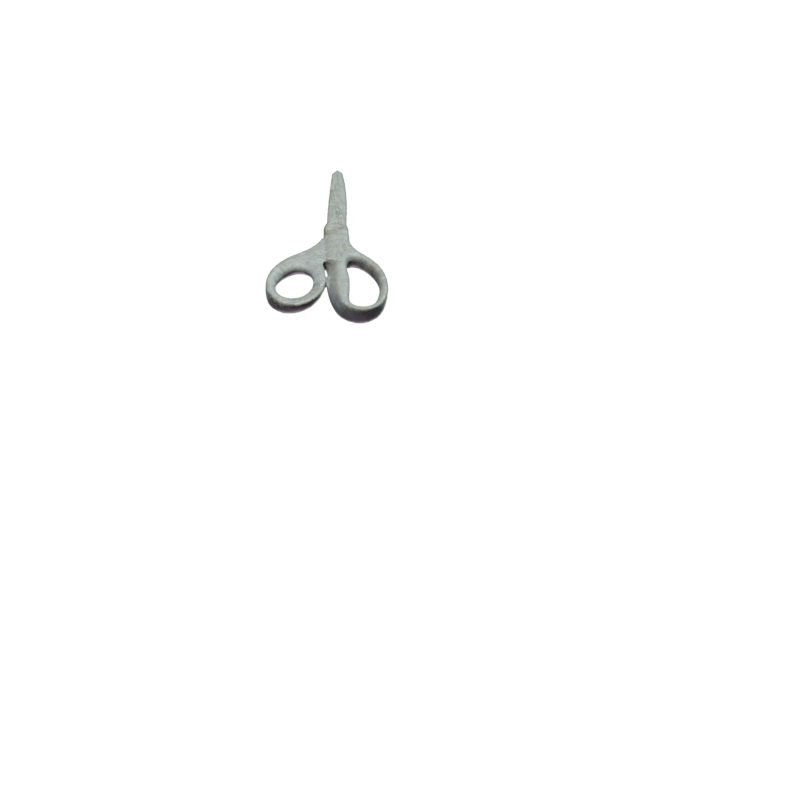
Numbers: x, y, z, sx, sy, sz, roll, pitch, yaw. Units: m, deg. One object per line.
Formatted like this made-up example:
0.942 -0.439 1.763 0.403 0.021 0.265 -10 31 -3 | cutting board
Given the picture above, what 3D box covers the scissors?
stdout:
-0.066 -0.121 0.845 0.095 0.015 0.218 -10 39 -12 | scissors
